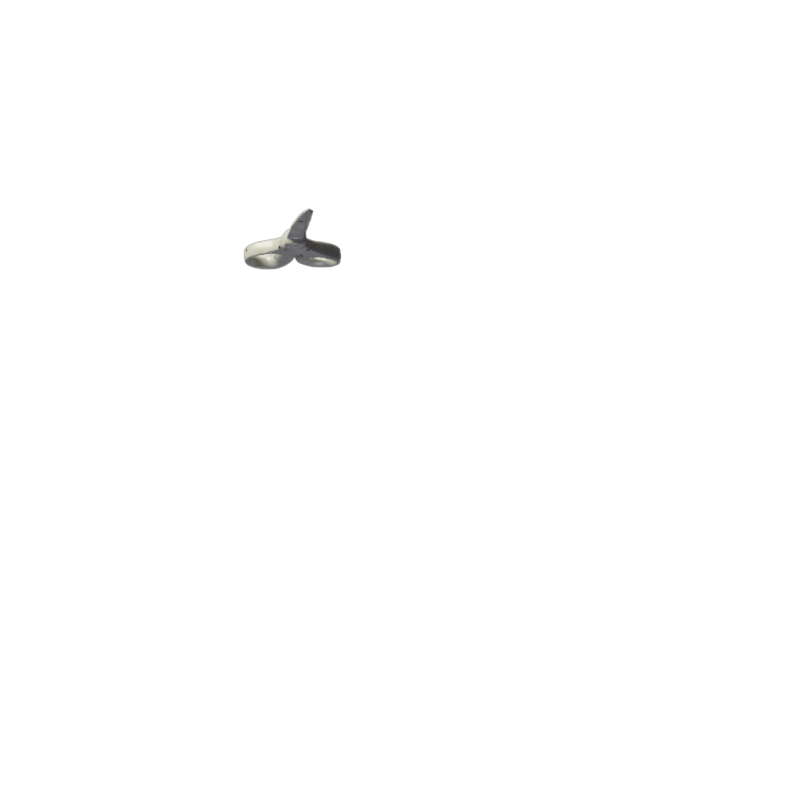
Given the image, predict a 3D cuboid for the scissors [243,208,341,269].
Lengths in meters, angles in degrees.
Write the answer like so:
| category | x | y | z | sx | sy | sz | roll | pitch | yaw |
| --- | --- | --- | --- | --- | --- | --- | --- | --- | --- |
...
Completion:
| category | x | y | z | sx | sy | sz | roll | pitch | yaw |
| --- | --- | --- | --- | --- | --- | --- | --- | --- | --- |
| scissors | -0.074 | -0.134 | 0.941 | 0.093 | 0.016 | 0.204 | 2 | -5 | -25 |
